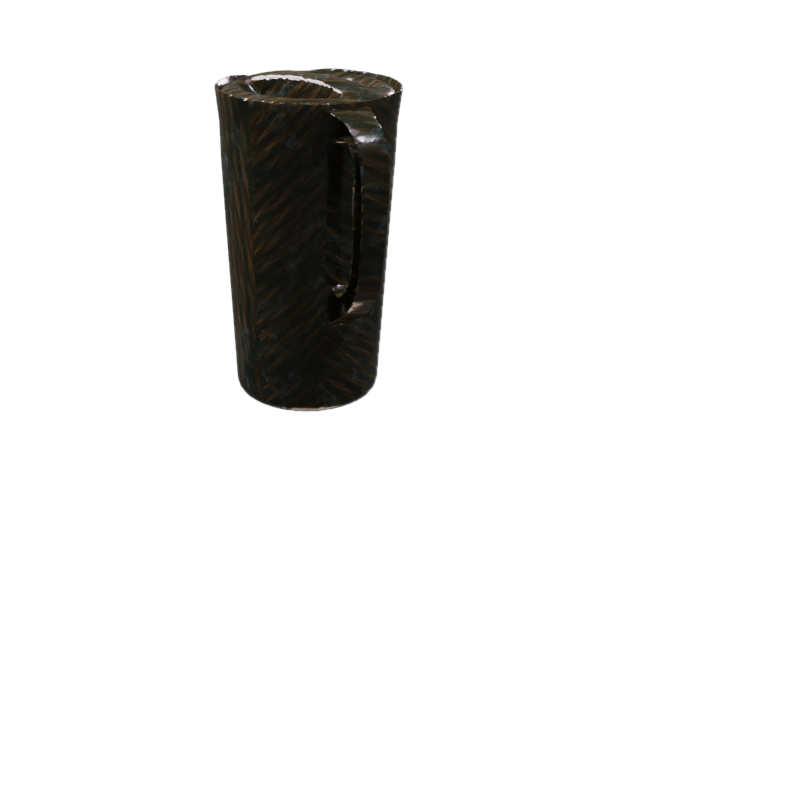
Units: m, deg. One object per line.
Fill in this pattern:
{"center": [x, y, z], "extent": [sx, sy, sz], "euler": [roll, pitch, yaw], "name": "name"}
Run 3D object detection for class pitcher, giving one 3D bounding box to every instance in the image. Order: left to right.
{"center": [-0.063, -0.116, 0.810], "extent": [0.149, 0.232, 0.152], "euler": [7, 22, 15], "name": "pitcher"}
